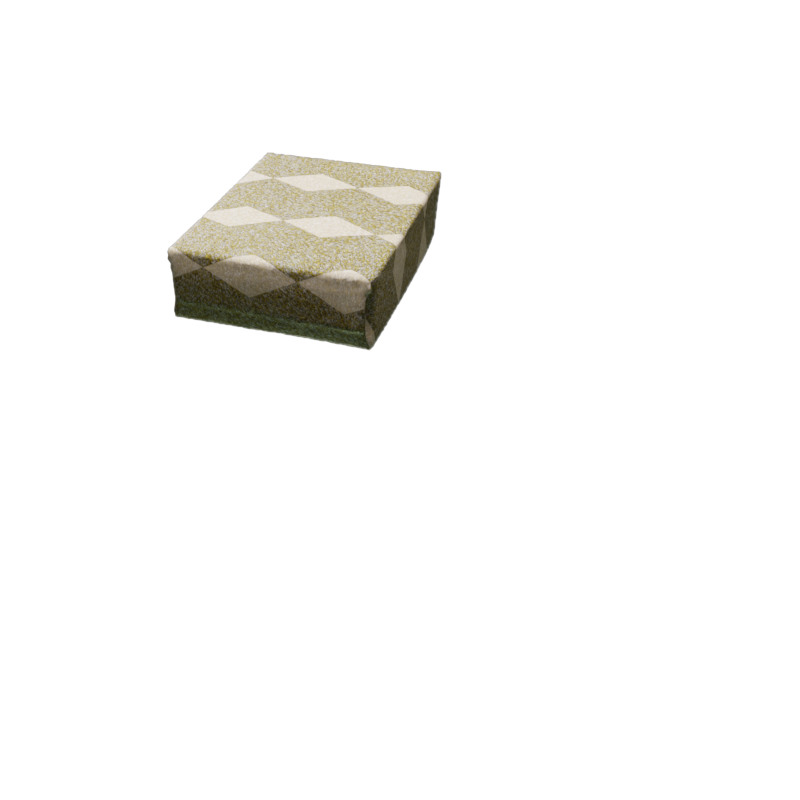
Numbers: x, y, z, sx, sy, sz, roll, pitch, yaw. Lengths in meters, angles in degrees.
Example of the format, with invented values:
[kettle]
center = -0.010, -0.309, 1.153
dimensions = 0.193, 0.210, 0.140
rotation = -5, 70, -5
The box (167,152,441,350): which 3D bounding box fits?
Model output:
[box]
center = -0.039, -0.071, 0.494
dimensions = 0.092, 0.037, 0.117
rotation = 9, 32, 15
